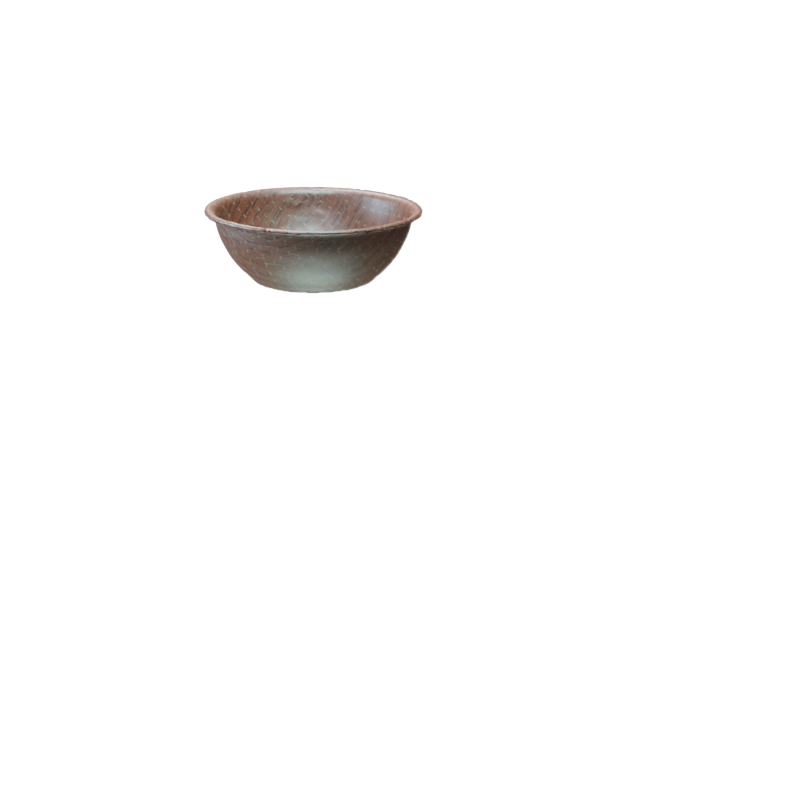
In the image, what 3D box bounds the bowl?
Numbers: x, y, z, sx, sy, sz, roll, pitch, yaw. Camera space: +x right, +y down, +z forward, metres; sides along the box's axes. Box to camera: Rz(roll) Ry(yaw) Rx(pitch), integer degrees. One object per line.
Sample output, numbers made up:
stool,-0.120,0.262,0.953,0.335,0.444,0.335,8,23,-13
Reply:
bowl,-0.065,-0.118,0.827,0.162,0.053,0.169,-1,20,-2
